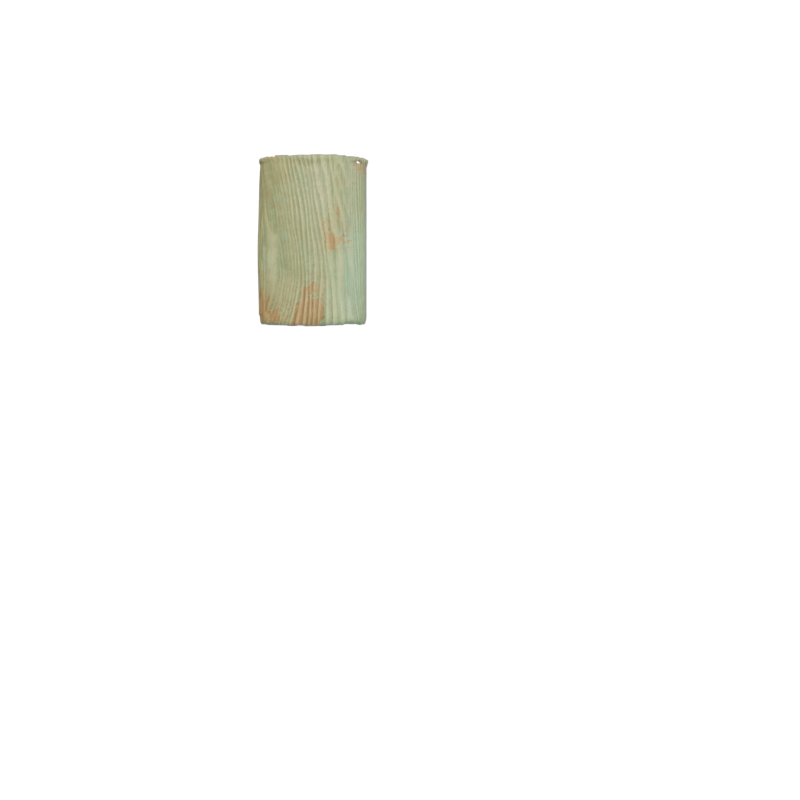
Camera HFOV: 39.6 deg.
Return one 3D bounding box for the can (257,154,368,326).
[{"bbox_3d":[-0.054,-0.098,0.686,0.068,0.103,0.069,0,0,-2],"label":"can"}]
